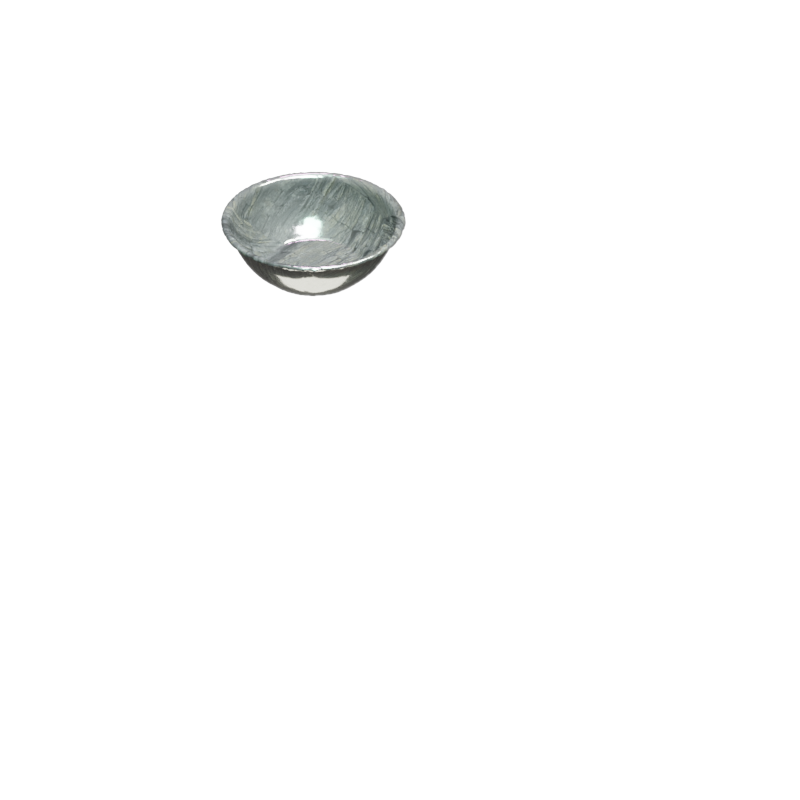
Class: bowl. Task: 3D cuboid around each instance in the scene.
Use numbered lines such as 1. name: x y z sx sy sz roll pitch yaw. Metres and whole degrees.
1. bowl: -0.077 -0.141 0.987 0.162 0.051 0.174 -1 39 -2
